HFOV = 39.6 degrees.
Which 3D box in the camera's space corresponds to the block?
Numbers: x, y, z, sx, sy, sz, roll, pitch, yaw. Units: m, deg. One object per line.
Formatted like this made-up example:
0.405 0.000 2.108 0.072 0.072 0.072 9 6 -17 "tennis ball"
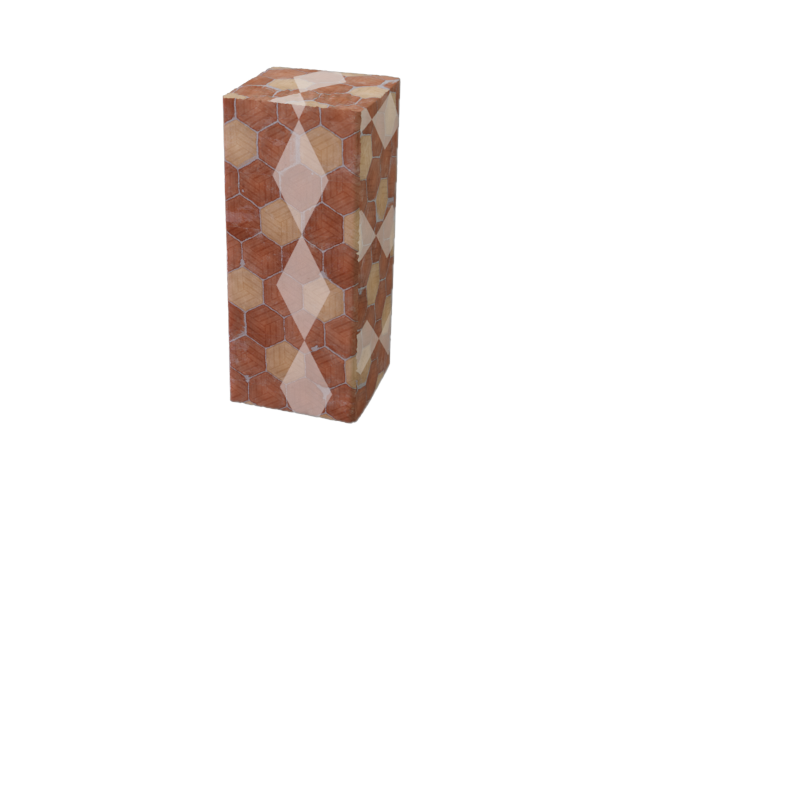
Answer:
-0.056 -0.103 0.719 0.093 0.196 0.092 8 25 15 "block"
